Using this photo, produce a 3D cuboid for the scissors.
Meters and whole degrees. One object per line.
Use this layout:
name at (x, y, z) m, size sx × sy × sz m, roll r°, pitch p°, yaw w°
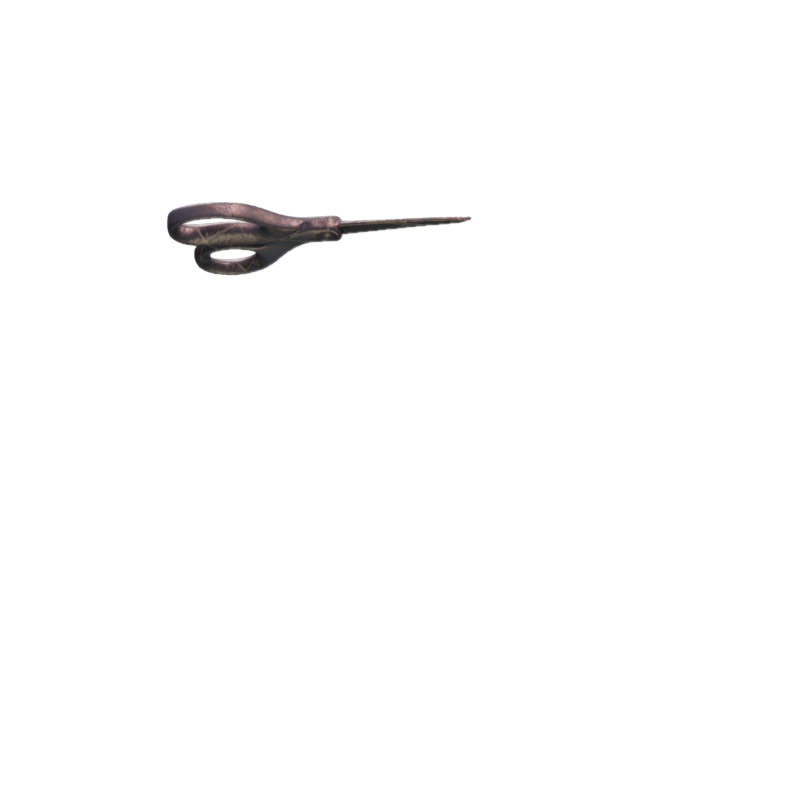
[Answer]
scissors at (-0.060, -0.110, 0.768) m, size 0.200 × 0.017 × 0.092 m, roll 3°, pitch -21°, yaw -7°
